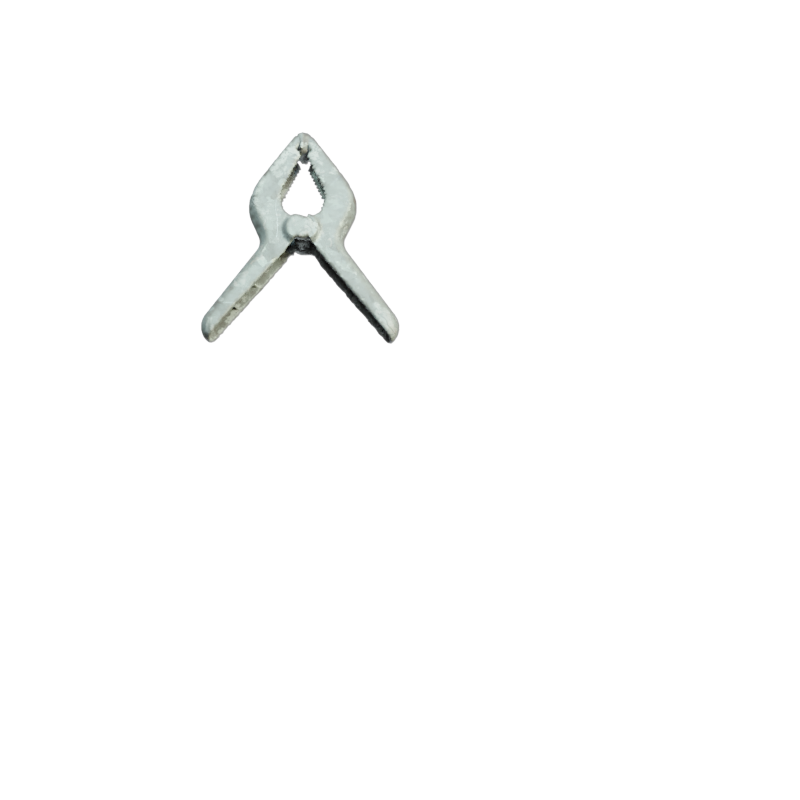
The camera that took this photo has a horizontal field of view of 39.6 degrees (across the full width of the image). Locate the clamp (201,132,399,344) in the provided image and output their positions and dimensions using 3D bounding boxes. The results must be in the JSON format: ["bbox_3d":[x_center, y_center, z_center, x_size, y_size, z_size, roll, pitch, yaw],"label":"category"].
[{"bbox_3d":[-0.076,-0.138,0.967,0.165,0.222,0.034,6,-27,3],"label":"clamp"}]
